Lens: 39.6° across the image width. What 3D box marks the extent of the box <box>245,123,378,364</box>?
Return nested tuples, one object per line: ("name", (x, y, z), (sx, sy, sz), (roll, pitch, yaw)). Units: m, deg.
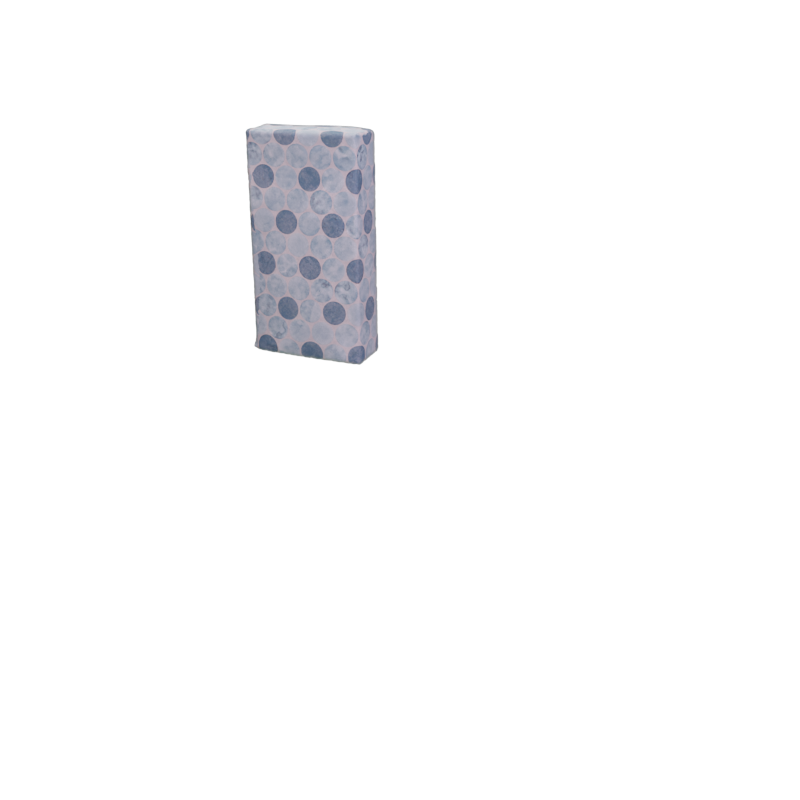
("box", (-0.066, -0.121, 0.848), (0.097, 0.171, 0.048), (7, 14, 24))
